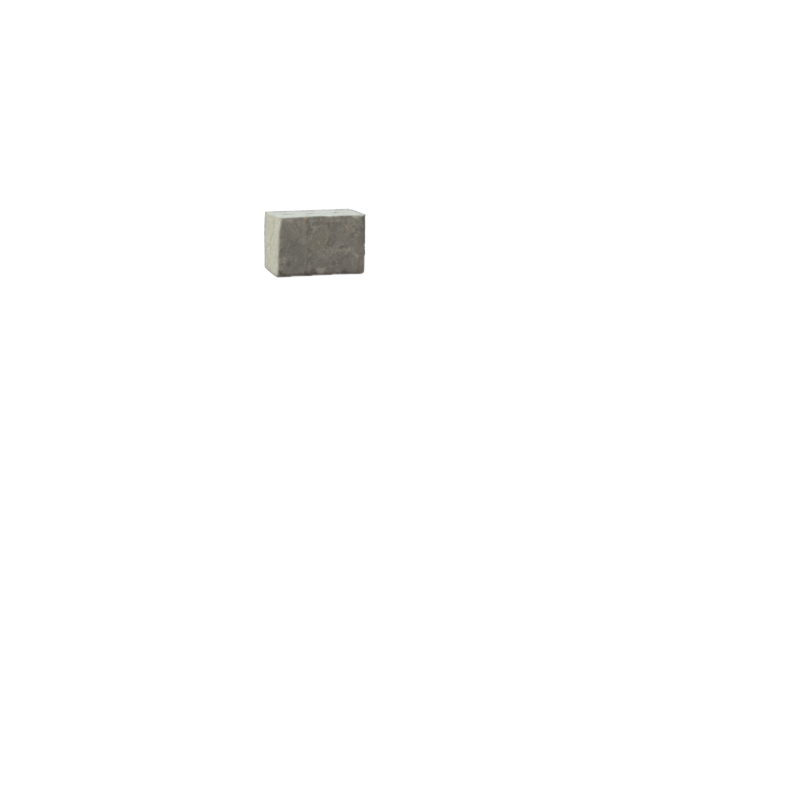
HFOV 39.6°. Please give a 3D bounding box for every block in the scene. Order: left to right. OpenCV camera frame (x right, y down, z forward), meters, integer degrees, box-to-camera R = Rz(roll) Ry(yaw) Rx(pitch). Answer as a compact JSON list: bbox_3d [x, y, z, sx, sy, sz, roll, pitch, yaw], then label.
[{"bbox_3d":[-0.074,-0.135,0.949,0.076,0.050,0.055,-4,13,-18],"label":"block"}]
